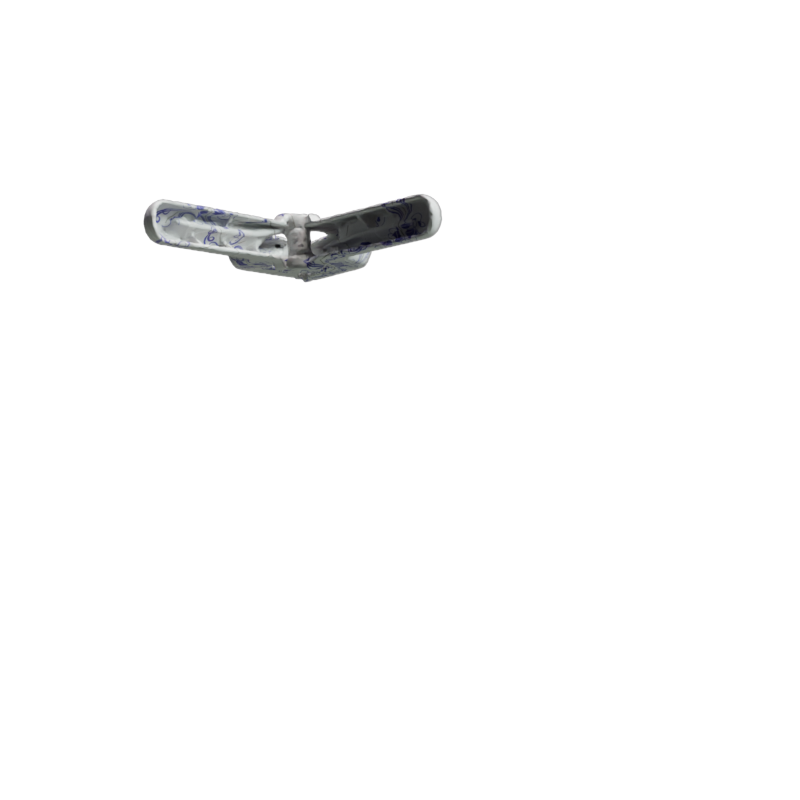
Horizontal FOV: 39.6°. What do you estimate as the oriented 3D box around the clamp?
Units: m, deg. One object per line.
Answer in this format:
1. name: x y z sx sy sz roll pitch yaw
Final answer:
1. clamp: -0.055 -0.100 0.697 0.166 0.037 0.206 0 -1 5
